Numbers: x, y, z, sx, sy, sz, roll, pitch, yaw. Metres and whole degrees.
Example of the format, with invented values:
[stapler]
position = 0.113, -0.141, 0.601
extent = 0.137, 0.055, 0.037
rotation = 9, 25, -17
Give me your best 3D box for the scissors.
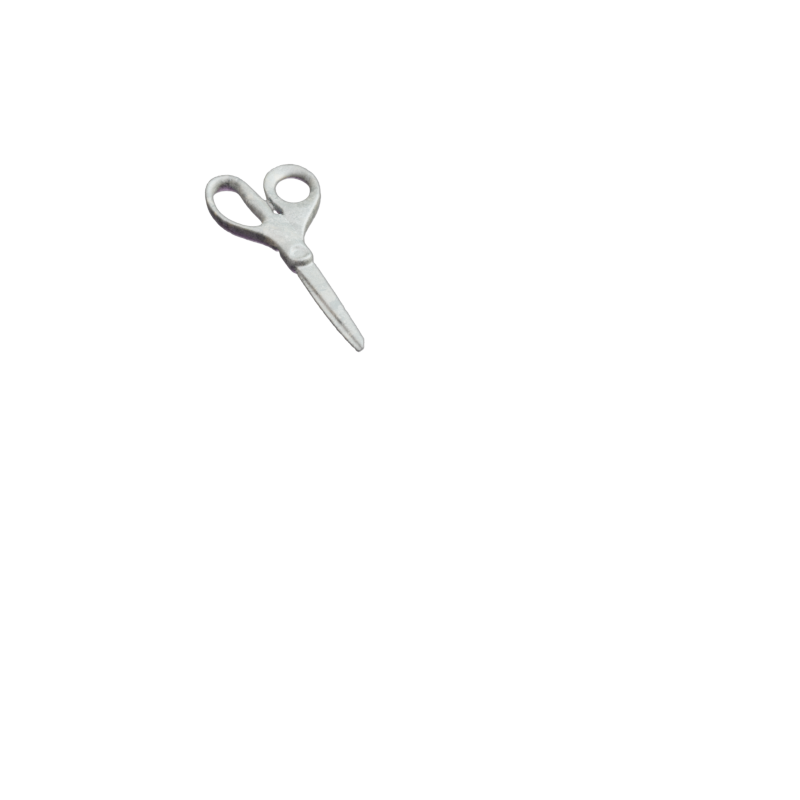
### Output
[scissors]
position = -0.063, -0.116, 0.811
extent = 0.096, 0.015, 0.216
rotation = -33, 55, -27
